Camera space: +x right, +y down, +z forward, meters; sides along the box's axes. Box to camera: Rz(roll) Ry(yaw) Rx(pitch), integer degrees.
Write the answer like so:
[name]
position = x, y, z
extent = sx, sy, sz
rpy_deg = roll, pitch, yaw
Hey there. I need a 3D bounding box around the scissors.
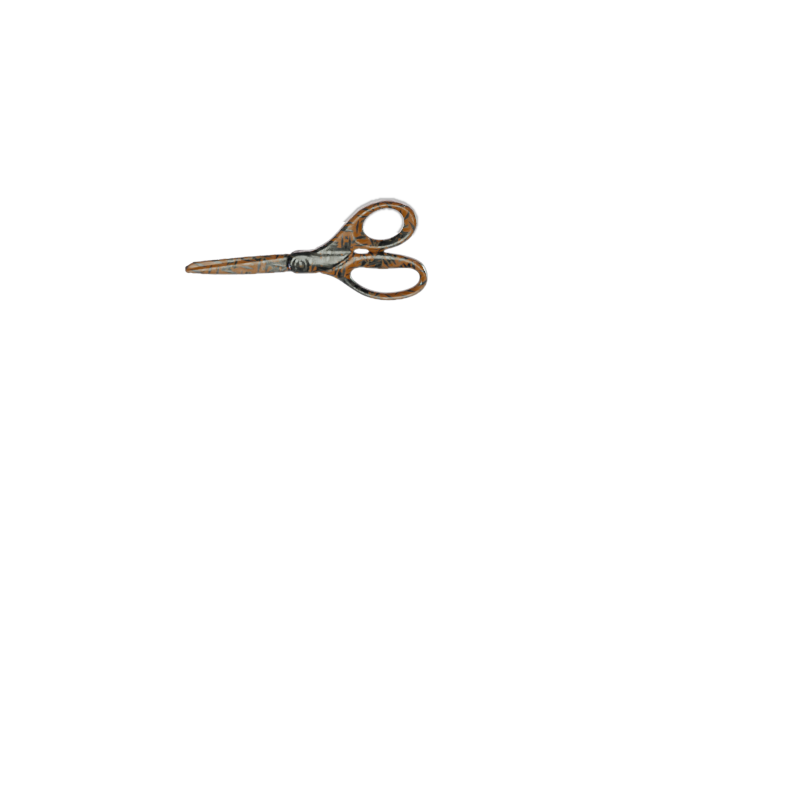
[scissors]
position = -0.072, -0.132, 0.923
extent = 0.200, 0.093, 0.016
rpy_deg = 11, 19, -4
